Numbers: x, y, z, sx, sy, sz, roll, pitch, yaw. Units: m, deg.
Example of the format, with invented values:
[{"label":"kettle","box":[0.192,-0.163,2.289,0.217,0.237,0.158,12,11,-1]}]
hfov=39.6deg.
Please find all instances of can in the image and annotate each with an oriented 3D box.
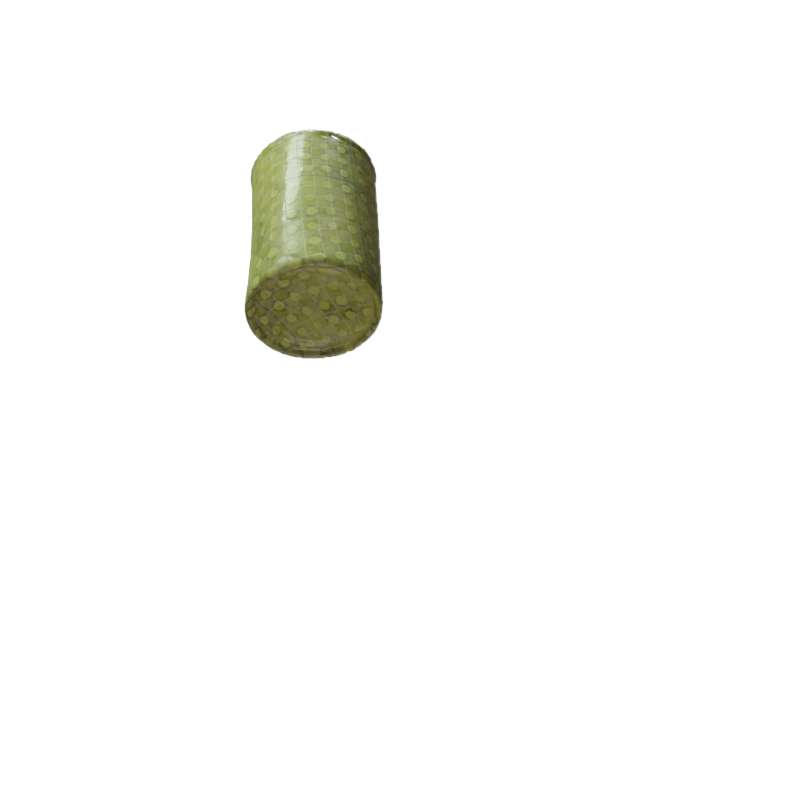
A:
[{"label":"can","box":[-0.044,-0.080,0.563,0.068,0.110,0.064,-1,-44,-3]}]
